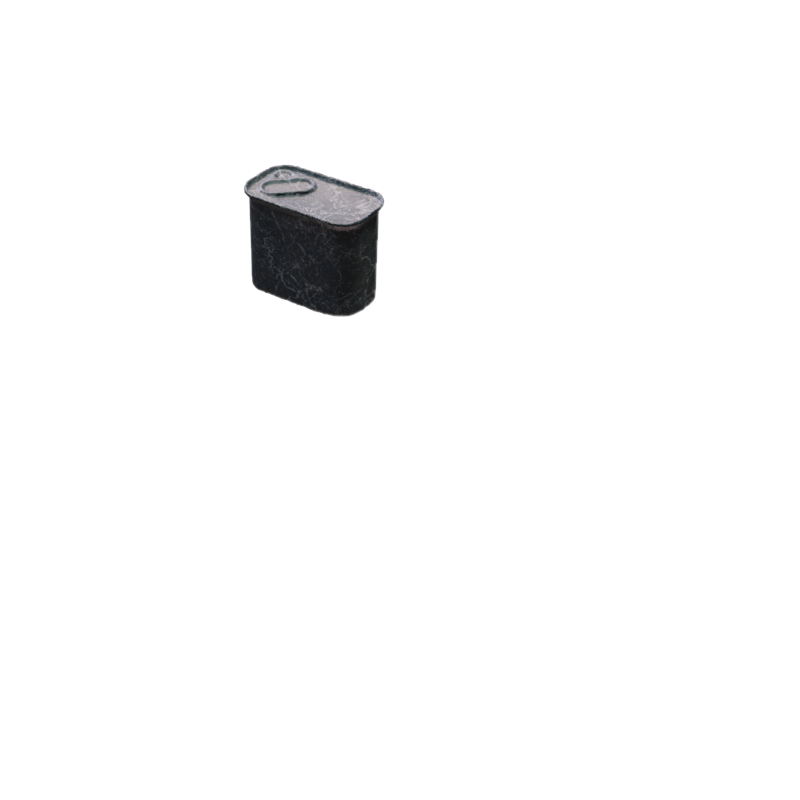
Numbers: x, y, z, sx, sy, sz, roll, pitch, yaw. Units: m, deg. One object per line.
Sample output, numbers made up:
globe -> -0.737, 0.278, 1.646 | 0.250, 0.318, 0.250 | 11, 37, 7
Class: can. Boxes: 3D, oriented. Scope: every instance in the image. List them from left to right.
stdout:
can -> -0.064, -0.117, 0.822 | 0.107, 0.078, 0.058 | 22, 39, 26
